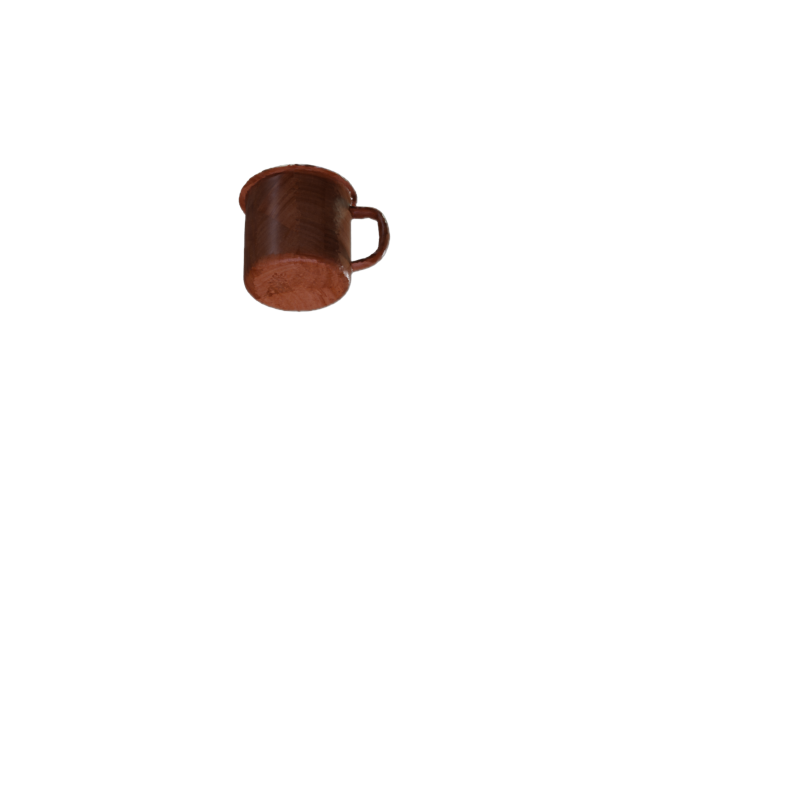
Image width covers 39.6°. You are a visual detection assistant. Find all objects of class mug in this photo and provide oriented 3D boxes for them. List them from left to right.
[{"bbox_3d":[-0.066,-0.121,0.847,0.117,0.087,0.087,-2,-30,1],"label":"mug"}]
